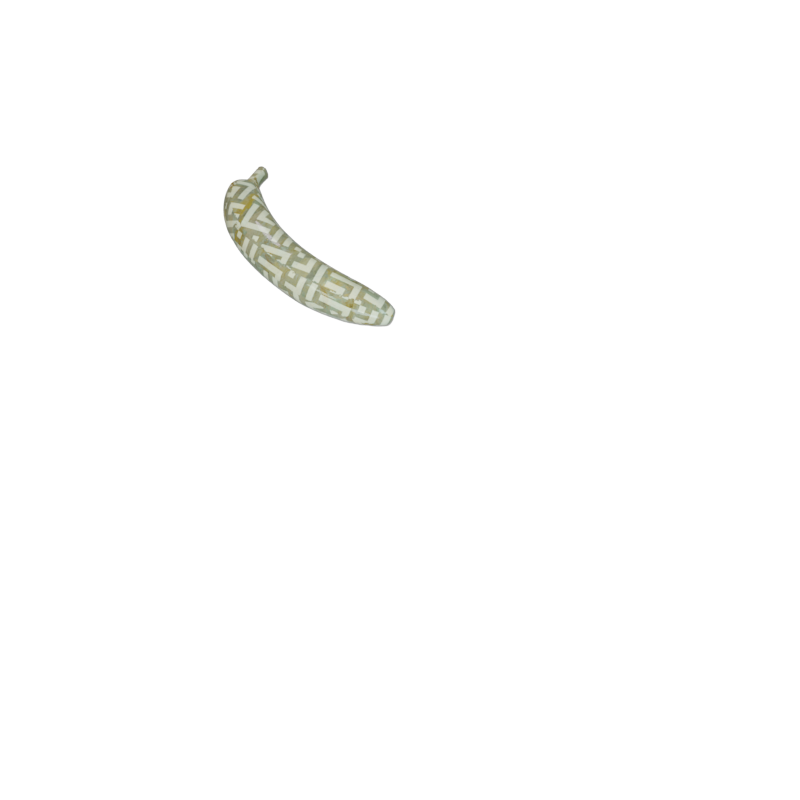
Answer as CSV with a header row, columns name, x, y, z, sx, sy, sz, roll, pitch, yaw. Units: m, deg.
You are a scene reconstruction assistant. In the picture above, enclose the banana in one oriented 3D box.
name,x,y,z,sx,sy,sz,roll,pitch,yaw
banana,-0.085,-0.119,0.866,0.069,0.212,0.034,-27,-33,-20
